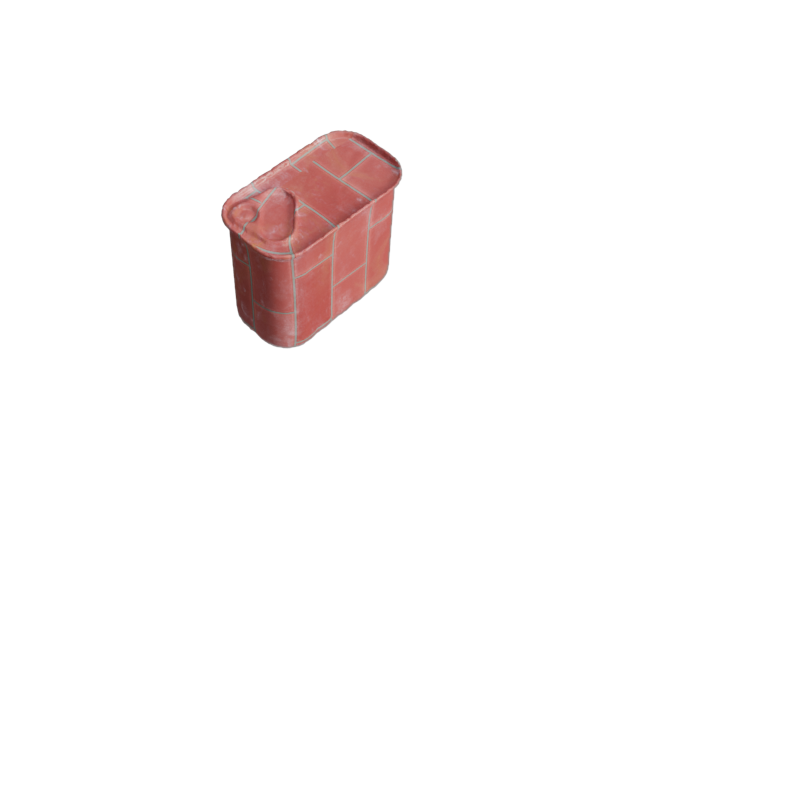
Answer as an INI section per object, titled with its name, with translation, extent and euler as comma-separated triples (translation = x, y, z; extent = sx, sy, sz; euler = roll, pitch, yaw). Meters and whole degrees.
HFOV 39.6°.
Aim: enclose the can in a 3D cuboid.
[can]
translation = -0.049, -0.089, 0.626
extent = 0.061, 0.078, 0.103
euler = 37, 60, 24
